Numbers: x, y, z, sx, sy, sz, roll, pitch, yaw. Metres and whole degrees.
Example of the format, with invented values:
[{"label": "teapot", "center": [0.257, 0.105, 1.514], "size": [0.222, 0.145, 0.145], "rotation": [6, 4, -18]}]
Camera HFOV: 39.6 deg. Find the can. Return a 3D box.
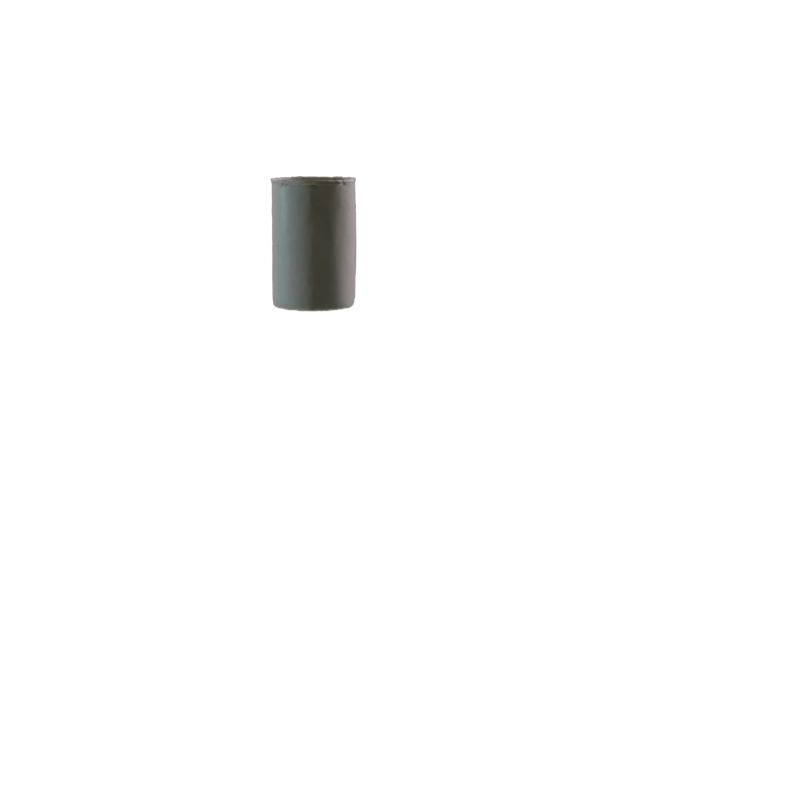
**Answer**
[{"label": "can", "center": [-0.069, -0.126, 0.884], "size": [0.068, 0.100, 0.070], "rotation": [0, 9, -2]}]
